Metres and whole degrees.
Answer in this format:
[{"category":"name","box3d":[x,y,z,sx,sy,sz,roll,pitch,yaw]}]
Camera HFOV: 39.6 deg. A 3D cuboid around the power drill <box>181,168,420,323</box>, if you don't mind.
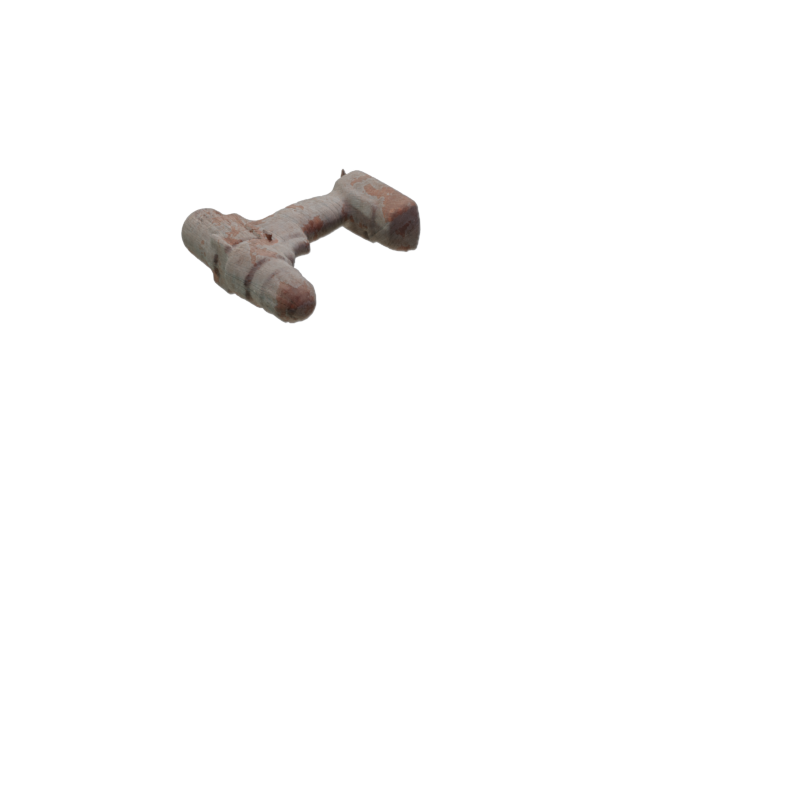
[{"category":"power drill","box3d":[-0.077,-0.140,0.980,0.185,0.054,0.198,-21,39,-29]}]
